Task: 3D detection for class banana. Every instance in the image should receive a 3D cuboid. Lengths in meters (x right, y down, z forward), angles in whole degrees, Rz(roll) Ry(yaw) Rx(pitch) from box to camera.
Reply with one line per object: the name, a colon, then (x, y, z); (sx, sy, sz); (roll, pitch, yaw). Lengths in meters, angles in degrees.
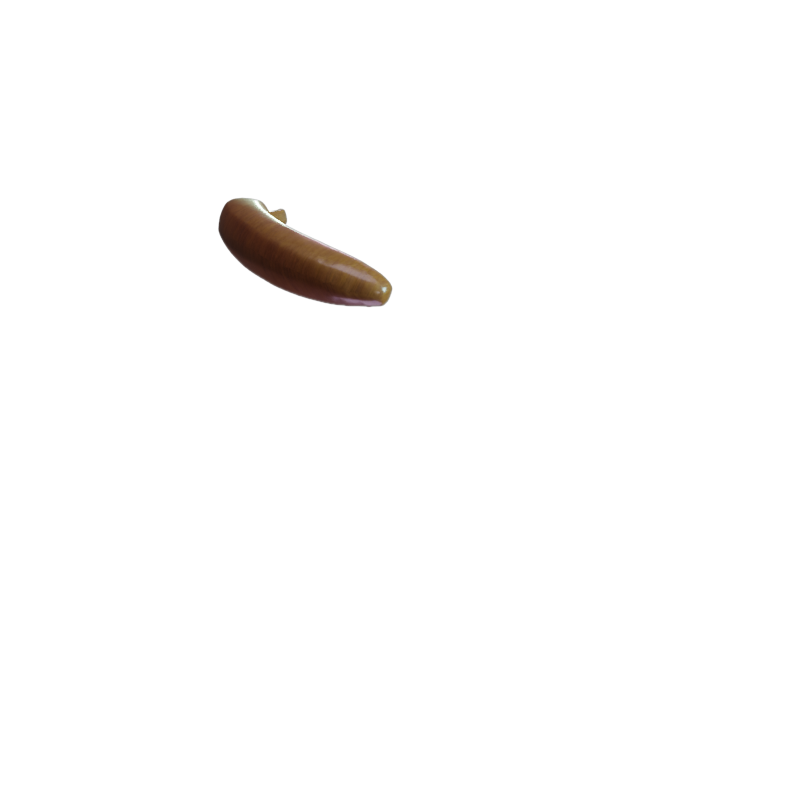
banana: (-0.075, -0.102, 0.720); (0.068, 0.035, 0.211); (-10, 27, -21)
